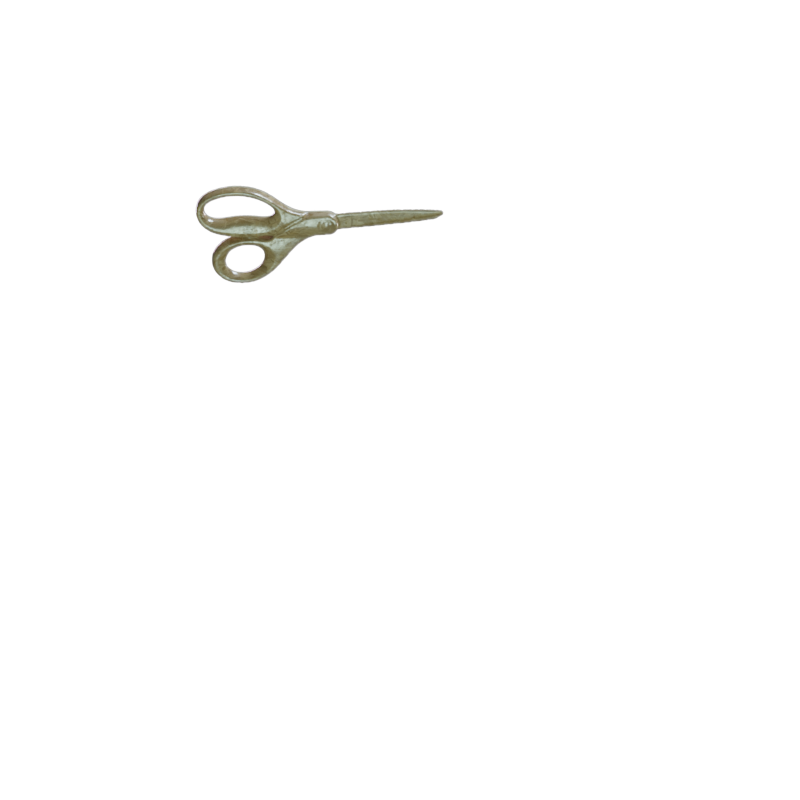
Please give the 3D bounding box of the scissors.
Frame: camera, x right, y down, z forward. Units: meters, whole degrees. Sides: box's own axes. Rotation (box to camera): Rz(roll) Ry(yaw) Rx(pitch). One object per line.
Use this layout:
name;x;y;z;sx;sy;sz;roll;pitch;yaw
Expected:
scissors;-0.073;-0.133;0.929;0.200;0.091;0.017;9;31;-5
